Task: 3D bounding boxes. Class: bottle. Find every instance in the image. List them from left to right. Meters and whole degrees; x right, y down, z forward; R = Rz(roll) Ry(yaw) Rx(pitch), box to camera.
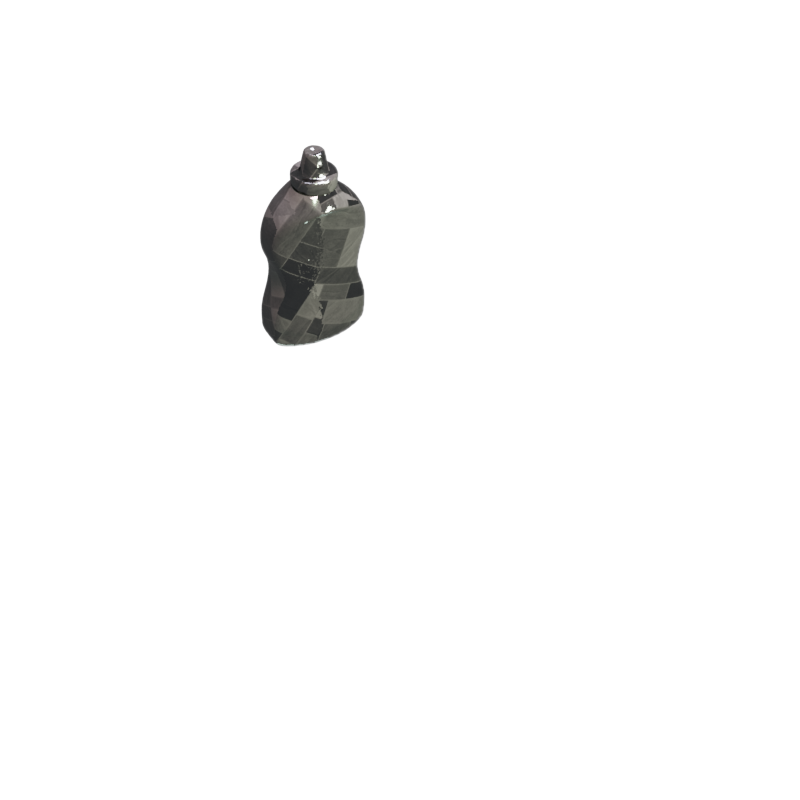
[{"bbox_3d":[-0.077,-0.140,0.983,0.095,0.179,0.063,-18,44,-23],"label":"bottle"}]
